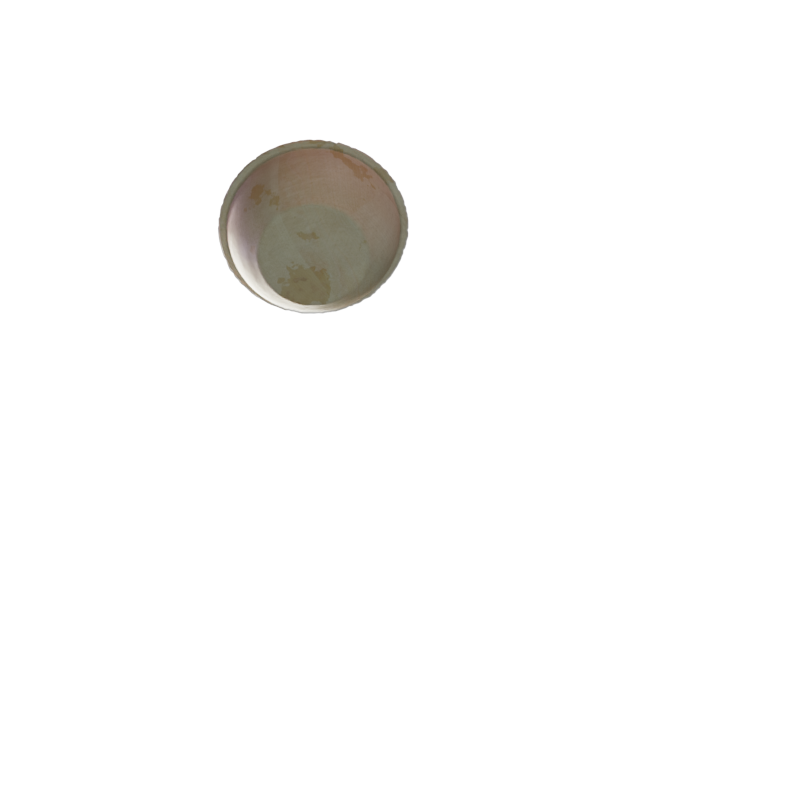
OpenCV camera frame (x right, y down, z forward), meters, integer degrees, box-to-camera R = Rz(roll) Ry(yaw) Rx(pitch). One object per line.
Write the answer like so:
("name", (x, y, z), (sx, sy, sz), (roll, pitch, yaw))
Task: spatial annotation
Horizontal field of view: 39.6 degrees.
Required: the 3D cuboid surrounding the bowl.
("bowl", (-0.072, -0.131, 0.921), (0.162, 0.153, 0.058), (1, 27, -1))
